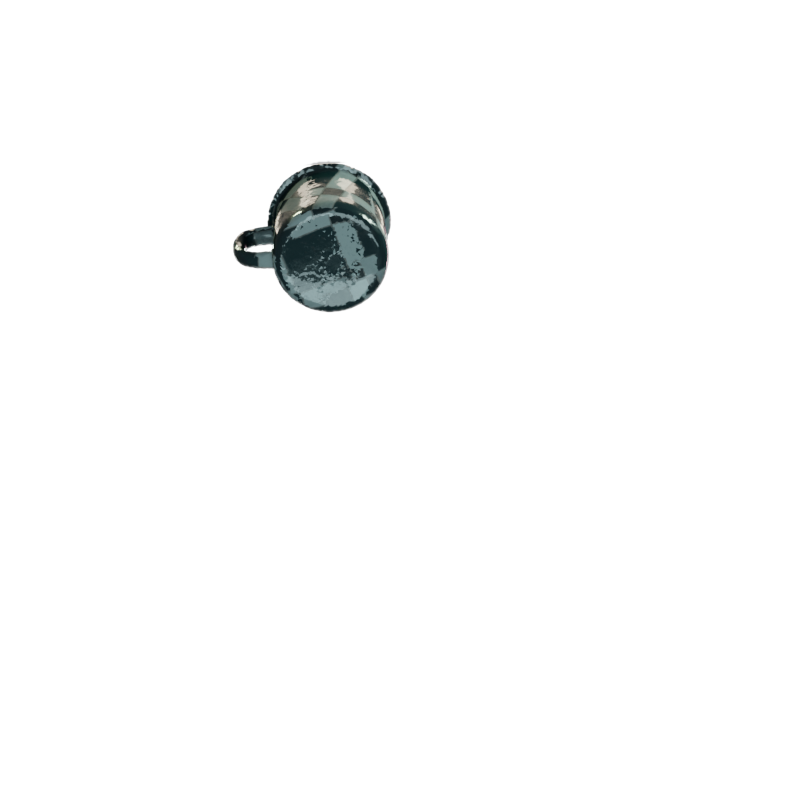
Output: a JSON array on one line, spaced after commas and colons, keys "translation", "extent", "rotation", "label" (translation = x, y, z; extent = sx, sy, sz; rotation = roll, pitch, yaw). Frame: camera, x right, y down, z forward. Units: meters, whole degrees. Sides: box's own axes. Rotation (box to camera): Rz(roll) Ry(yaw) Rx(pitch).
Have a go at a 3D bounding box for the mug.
[{"translation": [-0.063, -0.114, 0.802], "extent": [0.117, 0.088, 0.086], "rotation": [-4, 25, 0], "label": "mug"}]
